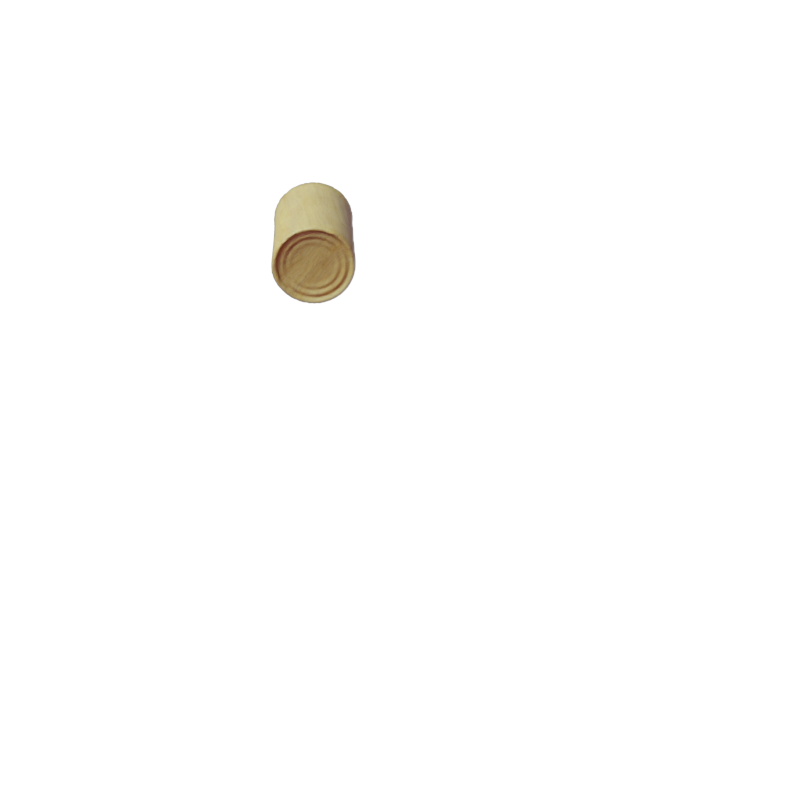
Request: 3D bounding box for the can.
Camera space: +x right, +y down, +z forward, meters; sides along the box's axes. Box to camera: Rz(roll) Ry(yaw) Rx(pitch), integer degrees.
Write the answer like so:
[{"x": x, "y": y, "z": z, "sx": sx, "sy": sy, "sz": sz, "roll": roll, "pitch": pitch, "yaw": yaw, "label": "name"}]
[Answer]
[{"x": -0.071, "y": -0.130, "z": 0.910, "sx": 0.068, "sy": 0.065, "sz": 0.108, "roll": 0, "pitch": 28, "yaw": -3, "label": "can"}]
